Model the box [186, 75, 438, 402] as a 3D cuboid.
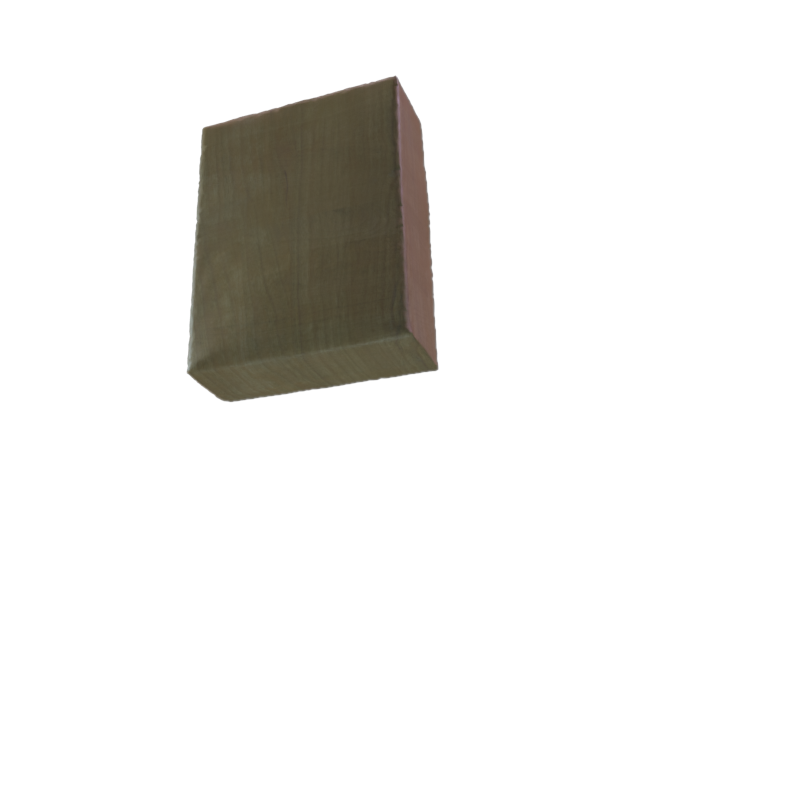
[{"bbox_3d":[-0.063,-0.115,0.808,0.166,0.227,0.066,-11,-31,17],"label":"box"}]
